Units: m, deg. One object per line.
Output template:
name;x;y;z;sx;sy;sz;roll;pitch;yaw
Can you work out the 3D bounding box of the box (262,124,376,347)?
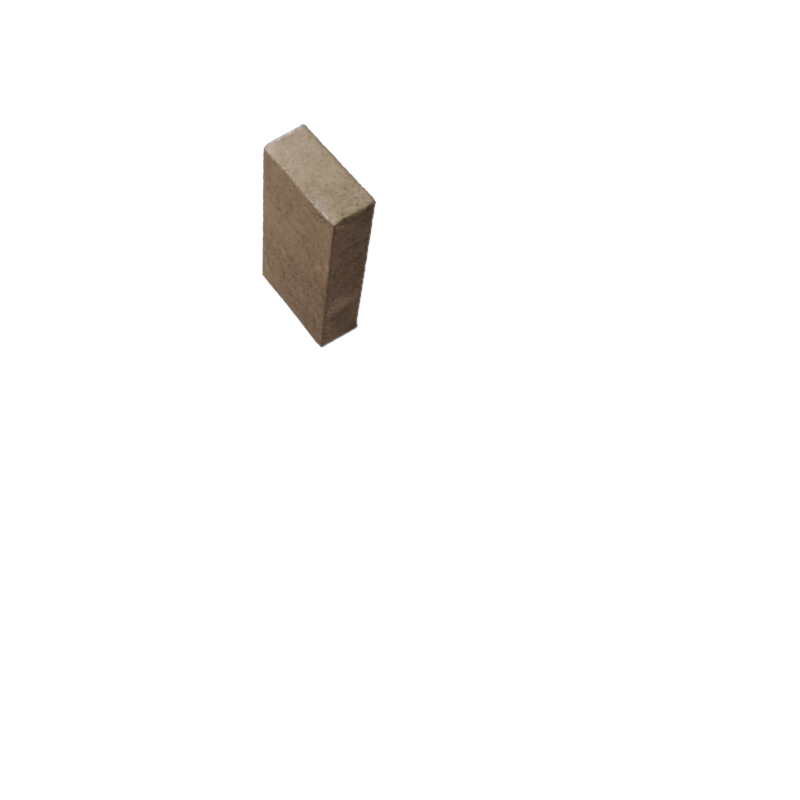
box;-0.069;-0.125;0.876;0.048;0.099;0.166;-32;-23;-19
